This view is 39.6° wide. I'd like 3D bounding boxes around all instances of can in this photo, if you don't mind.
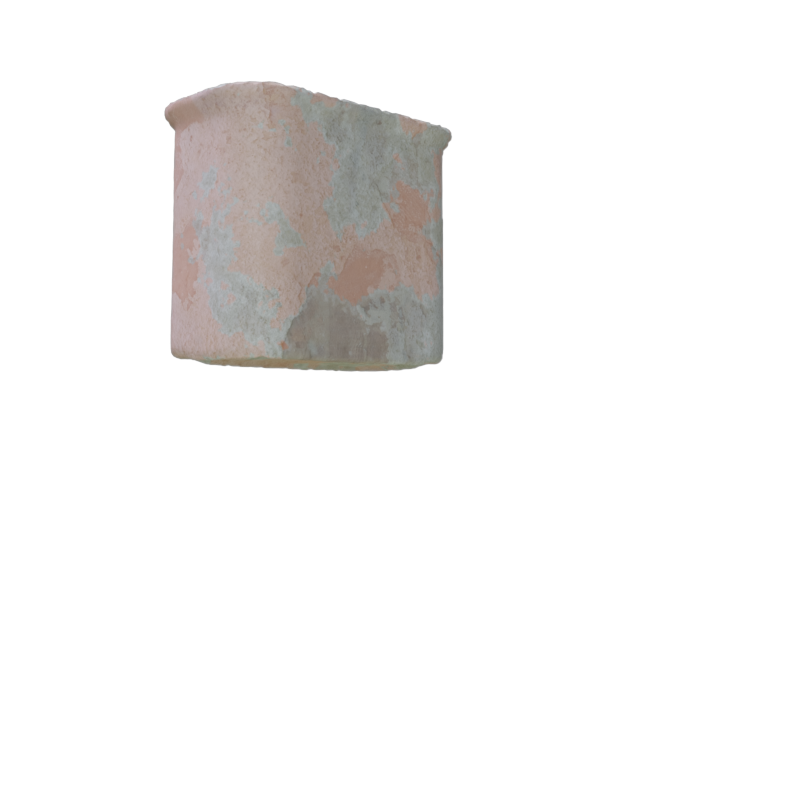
[{"bbox_3d":[-0.029,-0.053,0.375,0.097,0.085,0.059,4,-8,-44],"label":"can"}]
